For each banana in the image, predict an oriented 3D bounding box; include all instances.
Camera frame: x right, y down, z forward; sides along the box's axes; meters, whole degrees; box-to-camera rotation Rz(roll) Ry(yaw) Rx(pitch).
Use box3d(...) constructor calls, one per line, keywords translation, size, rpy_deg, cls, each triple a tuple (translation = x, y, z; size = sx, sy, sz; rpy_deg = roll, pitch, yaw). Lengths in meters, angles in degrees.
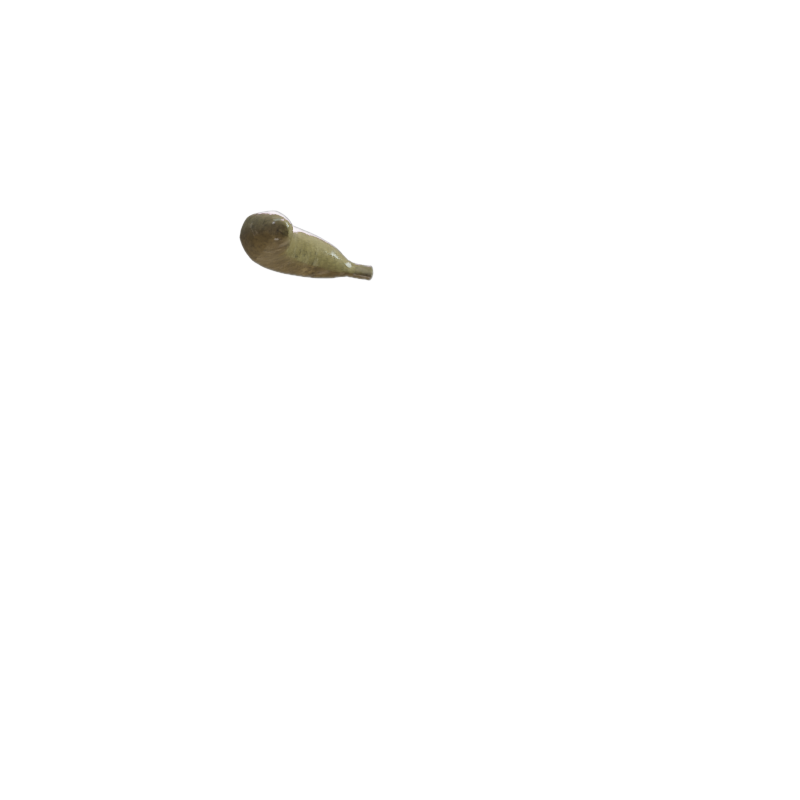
box3d(translation=(-0.081, -0.117, 0.830), size=(0.071, 0.037, 0.191), rpy_deg=(-1, -1, 18), cls="banana")
